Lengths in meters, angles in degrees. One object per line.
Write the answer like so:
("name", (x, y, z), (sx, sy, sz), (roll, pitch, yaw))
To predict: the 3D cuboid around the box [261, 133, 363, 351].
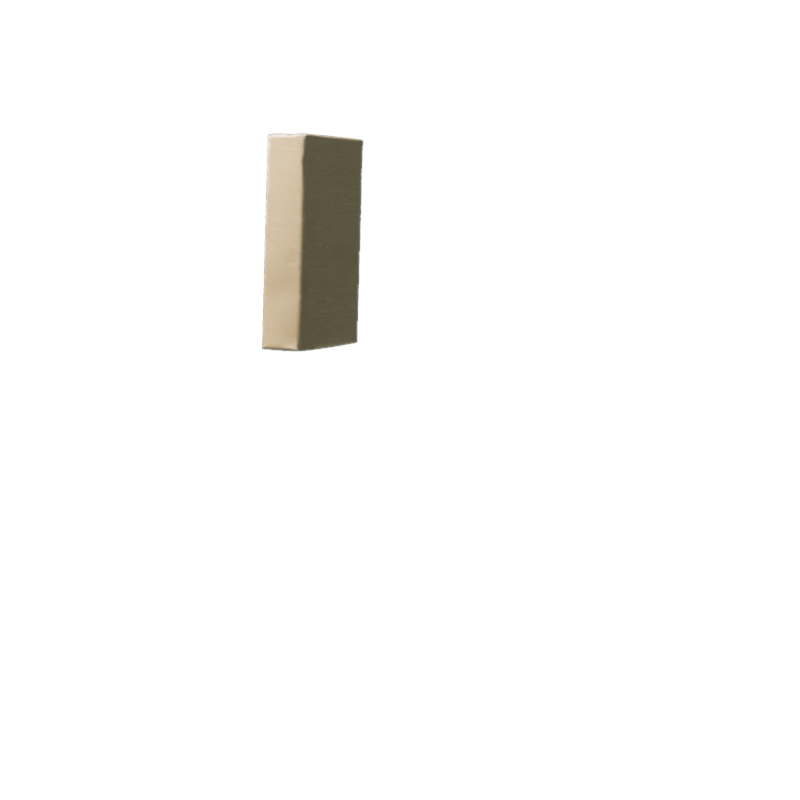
("box", (-0.073, -0.132, 0.925), (0.050, 0.176, 0.090), (1, 3, 30))
